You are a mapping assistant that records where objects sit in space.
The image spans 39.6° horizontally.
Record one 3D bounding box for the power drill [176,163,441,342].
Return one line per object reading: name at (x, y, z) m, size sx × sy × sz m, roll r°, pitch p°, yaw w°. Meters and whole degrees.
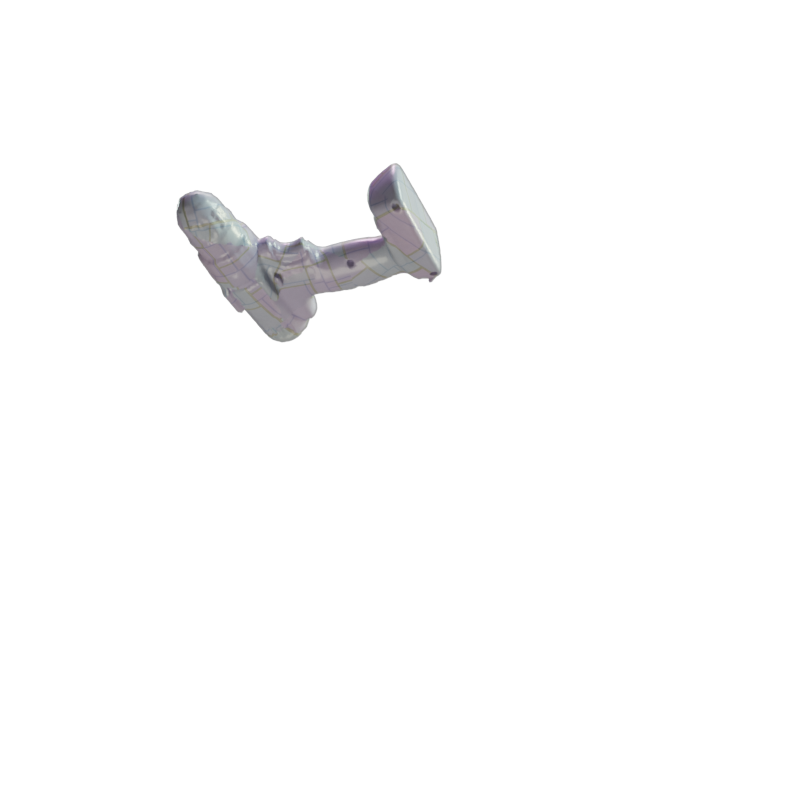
power drill at (-0.073, -0.133, 0.931) m, size 0.189 × 0.061 × 0.170 m, roll -16°, pitch -39°, yaw 19°
